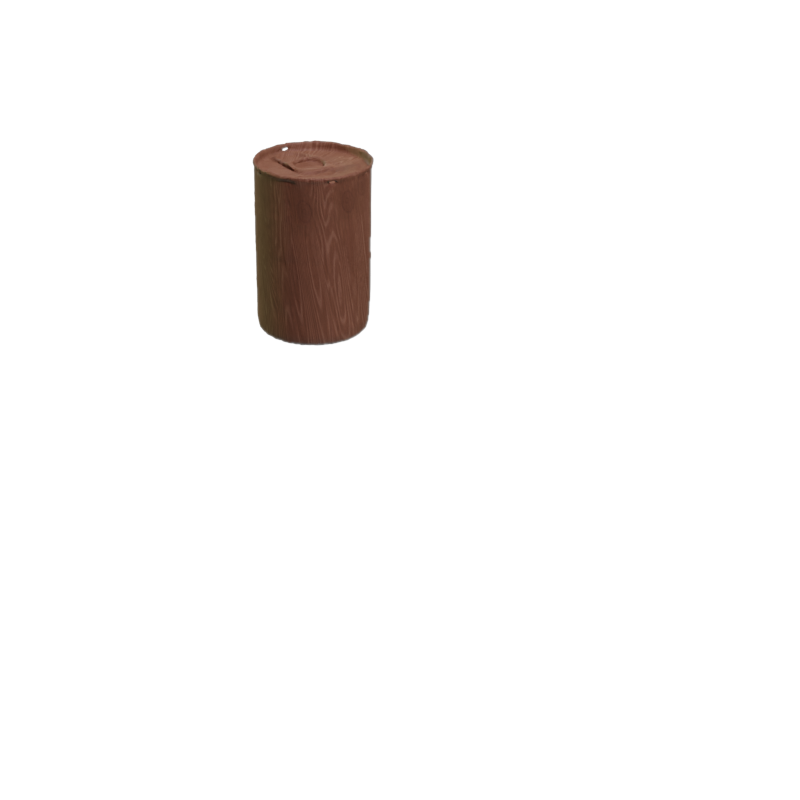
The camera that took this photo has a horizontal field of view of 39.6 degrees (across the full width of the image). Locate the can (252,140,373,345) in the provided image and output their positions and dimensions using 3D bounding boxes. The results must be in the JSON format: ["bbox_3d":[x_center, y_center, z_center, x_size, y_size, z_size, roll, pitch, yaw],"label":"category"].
[{"bbox_3d":[-0.050,-0.092,0.641,0.068,0.097,0.072,0,26,-2],"label":"can"}]
